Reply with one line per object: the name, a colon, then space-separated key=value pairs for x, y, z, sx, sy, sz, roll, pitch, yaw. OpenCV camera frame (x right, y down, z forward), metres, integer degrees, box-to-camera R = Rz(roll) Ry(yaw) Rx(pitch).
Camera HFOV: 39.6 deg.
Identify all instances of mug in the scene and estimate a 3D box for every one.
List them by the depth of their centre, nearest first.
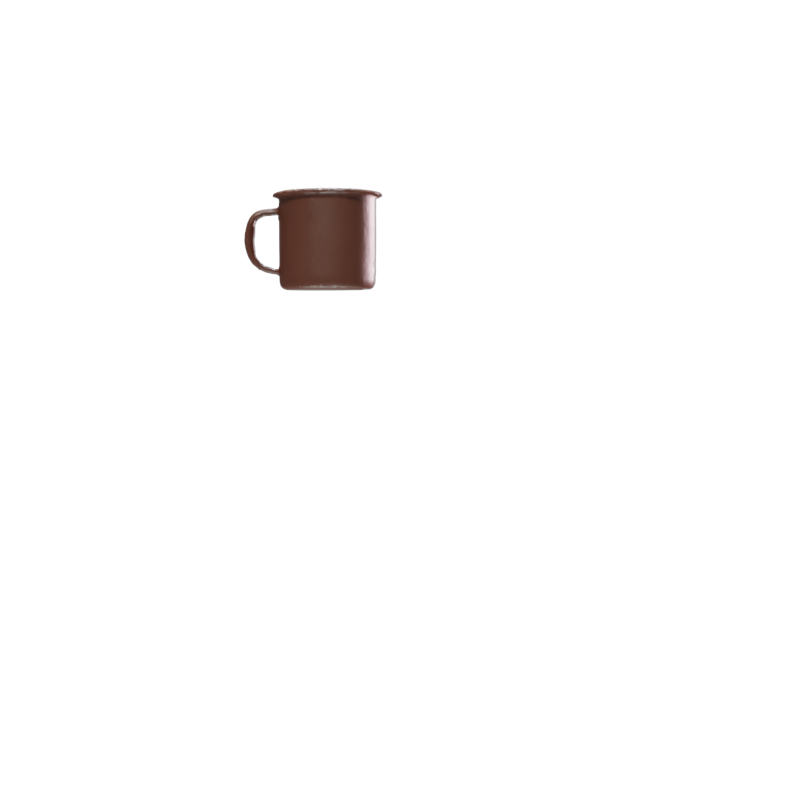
mug: x=-0.073 y=-0.134 z=0.937 sx=0.117 sy=0.082 sz=0.093 roll=0 pitch=1 yaw=0
